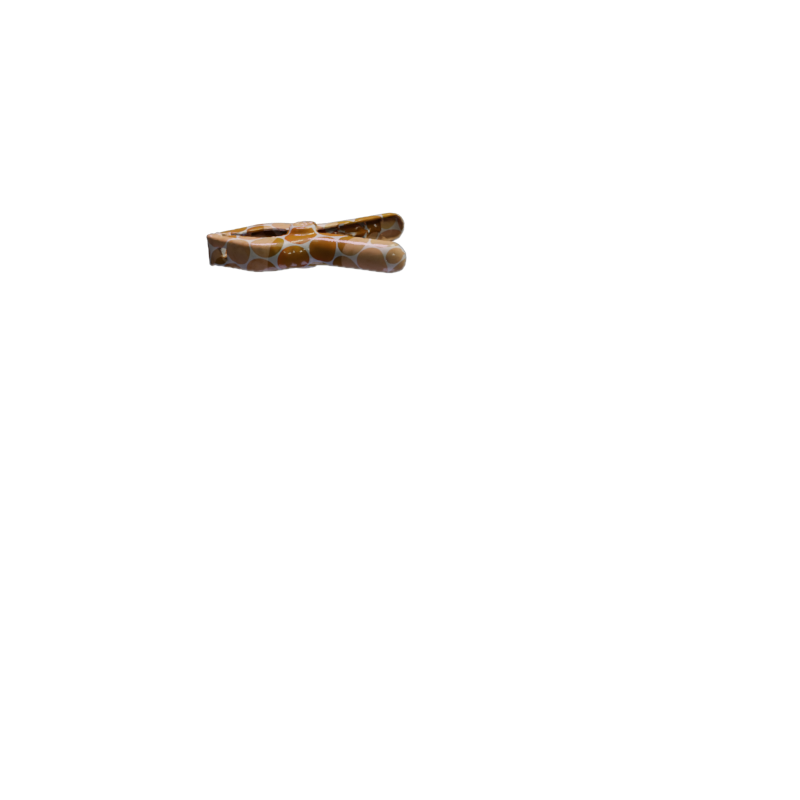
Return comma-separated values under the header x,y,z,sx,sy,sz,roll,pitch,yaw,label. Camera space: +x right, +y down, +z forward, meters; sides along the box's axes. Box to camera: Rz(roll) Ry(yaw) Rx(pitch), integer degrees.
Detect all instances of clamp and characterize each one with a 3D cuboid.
x,y,z,sx,sy,sz,roll,pitch,yaw,label
-0.073,-0.133,0.934,0.174,0.038,0.122,3,17,11,clamp
